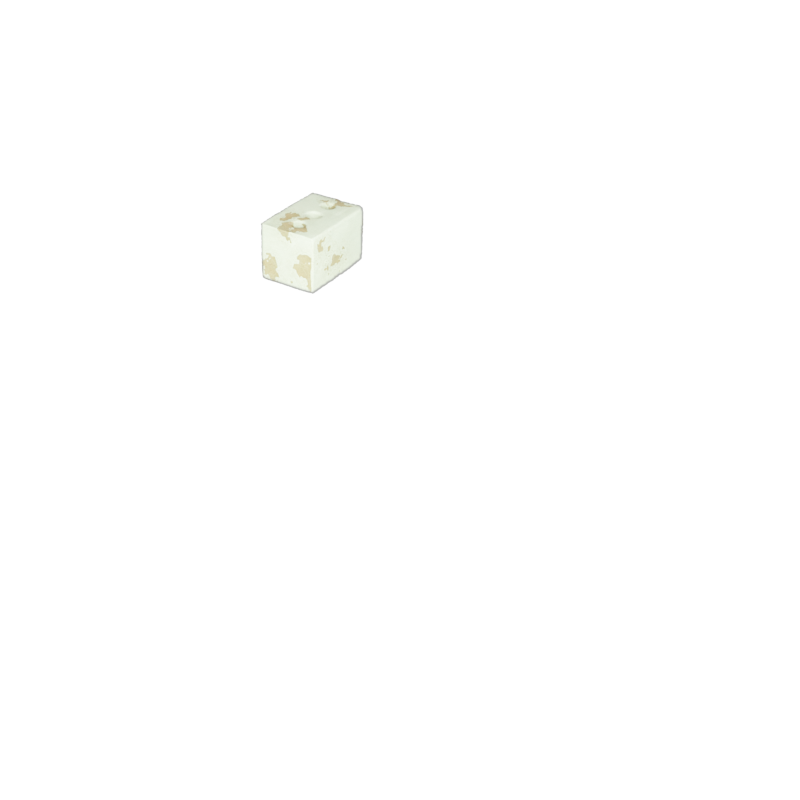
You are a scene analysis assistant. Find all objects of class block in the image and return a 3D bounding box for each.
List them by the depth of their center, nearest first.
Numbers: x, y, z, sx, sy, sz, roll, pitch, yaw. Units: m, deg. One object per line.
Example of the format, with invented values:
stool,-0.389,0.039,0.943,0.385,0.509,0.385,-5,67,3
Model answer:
block,-0.072,-0.132,0.921,0.055,0.048,0.079,17,35,26
